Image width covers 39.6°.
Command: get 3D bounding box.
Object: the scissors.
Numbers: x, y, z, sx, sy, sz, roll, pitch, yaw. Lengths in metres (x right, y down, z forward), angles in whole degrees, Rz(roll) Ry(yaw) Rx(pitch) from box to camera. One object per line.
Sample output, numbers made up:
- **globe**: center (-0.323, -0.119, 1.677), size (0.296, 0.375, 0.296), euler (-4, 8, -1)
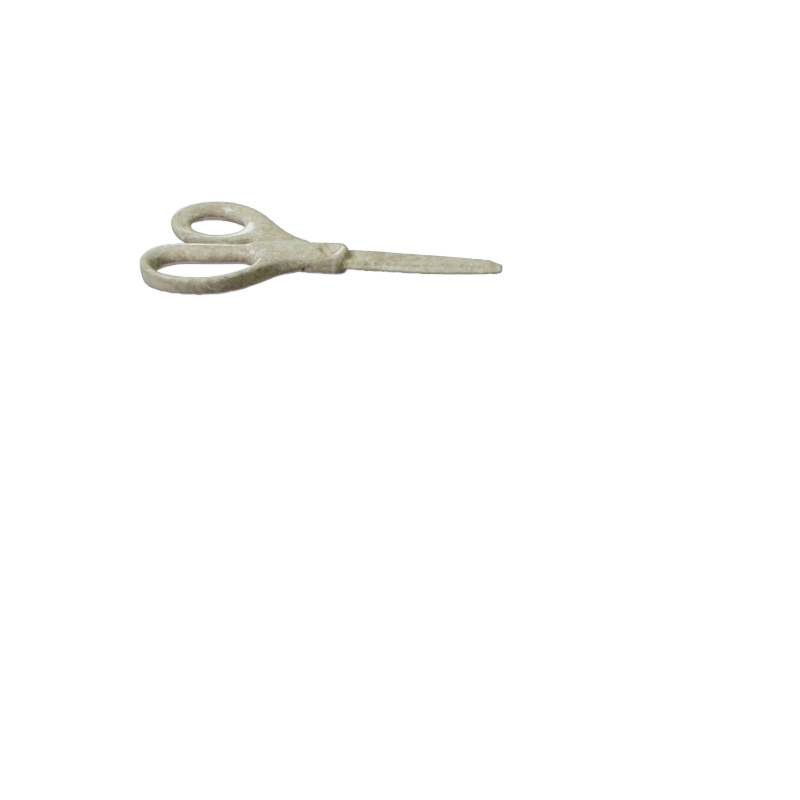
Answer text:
- **scissors**: center (-0.051, -0.093, 0.650), size (0.200, 0.015, 0.104), euler (-6, 38, -8)
